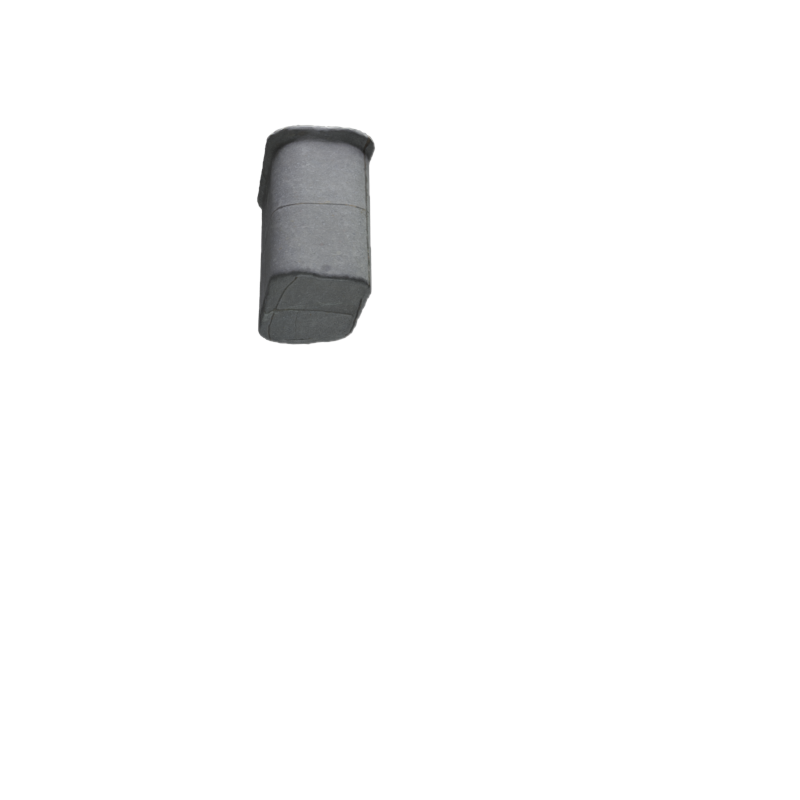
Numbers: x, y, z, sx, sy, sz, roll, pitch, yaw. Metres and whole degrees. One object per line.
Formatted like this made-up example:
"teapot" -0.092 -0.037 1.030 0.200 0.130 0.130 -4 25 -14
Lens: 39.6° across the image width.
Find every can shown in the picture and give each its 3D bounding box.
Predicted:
"can" -0.046 -0.084 0.591 0.057 0.088 0.098 3 -20 -10
